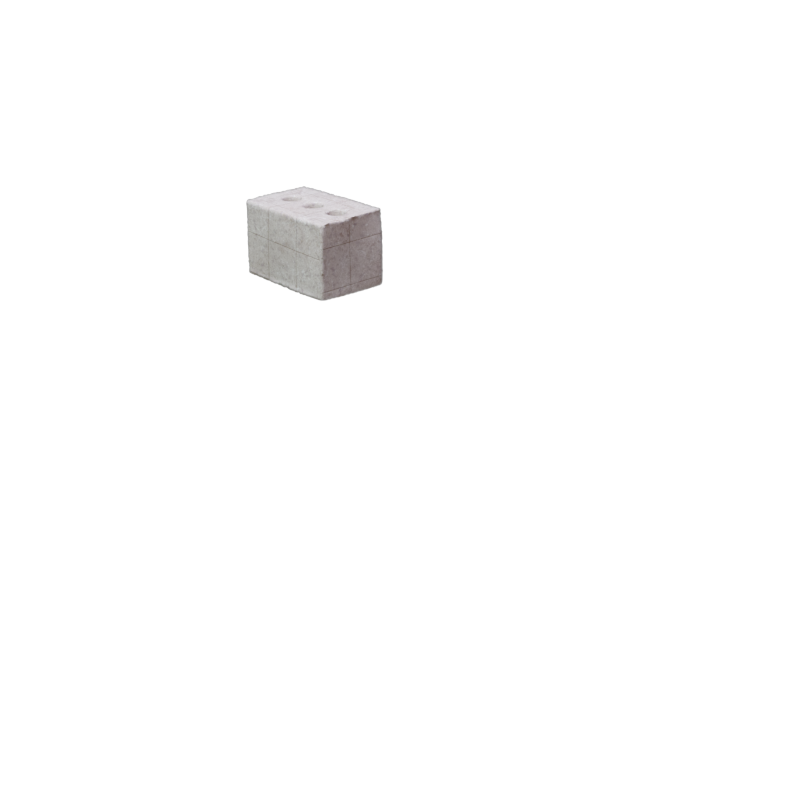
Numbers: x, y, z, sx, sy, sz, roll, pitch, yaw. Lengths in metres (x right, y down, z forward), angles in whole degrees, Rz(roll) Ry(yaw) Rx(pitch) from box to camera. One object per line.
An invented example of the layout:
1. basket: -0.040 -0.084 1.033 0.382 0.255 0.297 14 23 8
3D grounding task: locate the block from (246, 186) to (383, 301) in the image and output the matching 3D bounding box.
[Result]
1. block: -0.056 -0.102 0.717 0.052 0.049 0.083 -18 29 -40
